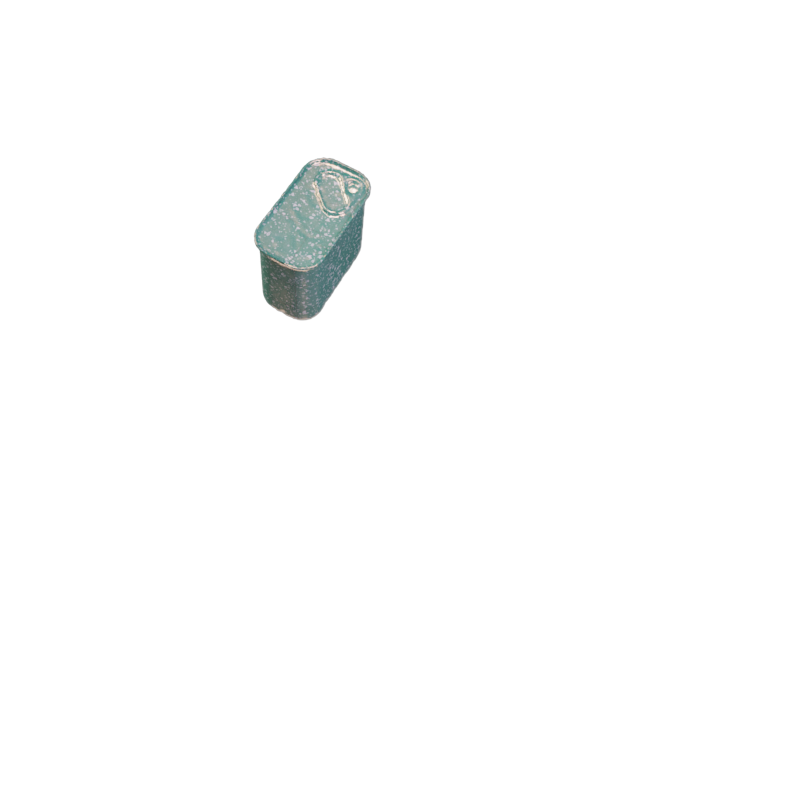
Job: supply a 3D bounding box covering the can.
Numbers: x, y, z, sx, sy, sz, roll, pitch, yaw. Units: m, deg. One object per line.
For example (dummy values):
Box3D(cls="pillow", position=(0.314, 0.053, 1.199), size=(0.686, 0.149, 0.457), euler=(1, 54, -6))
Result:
Box3D(cls="can", position=(-0.068, -0.124, 0.865), size=(0.059, 0.105, 0.079), euler=(27, -27, 11))
